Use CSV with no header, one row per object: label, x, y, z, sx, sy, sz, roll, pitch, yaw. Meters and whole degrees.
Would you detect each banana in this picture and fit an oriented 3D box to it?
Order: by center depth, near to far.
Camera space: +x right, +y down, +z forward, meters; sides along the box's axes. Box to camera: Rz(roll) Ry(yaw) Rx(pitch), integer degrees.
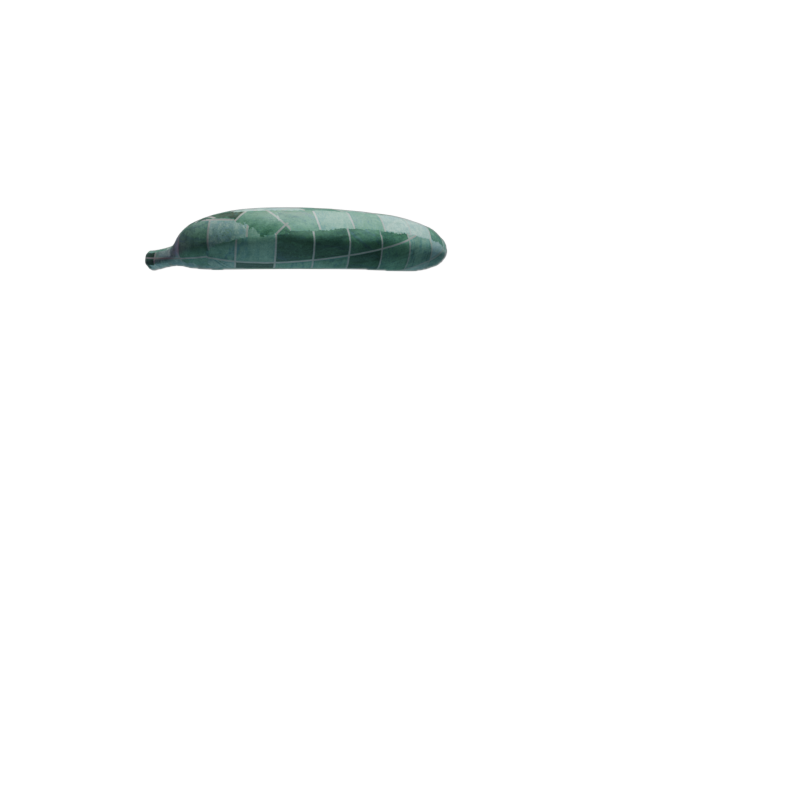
banana,-0.049,-0.096,0.666,0.193,0.037,0.072,-2,4,-22
